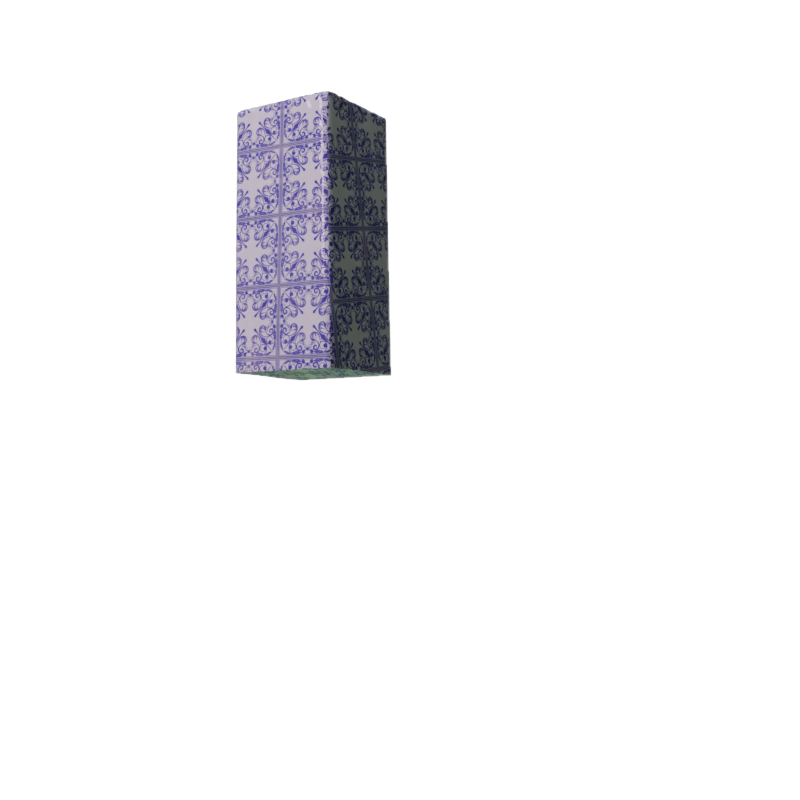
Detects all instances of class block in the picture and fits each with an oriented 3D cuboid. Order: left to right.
[{"bbox_3d":[-0.068,-0.123,0.864,0.093,0.212,0.085,-7,-12,32],"label":"block"}]
